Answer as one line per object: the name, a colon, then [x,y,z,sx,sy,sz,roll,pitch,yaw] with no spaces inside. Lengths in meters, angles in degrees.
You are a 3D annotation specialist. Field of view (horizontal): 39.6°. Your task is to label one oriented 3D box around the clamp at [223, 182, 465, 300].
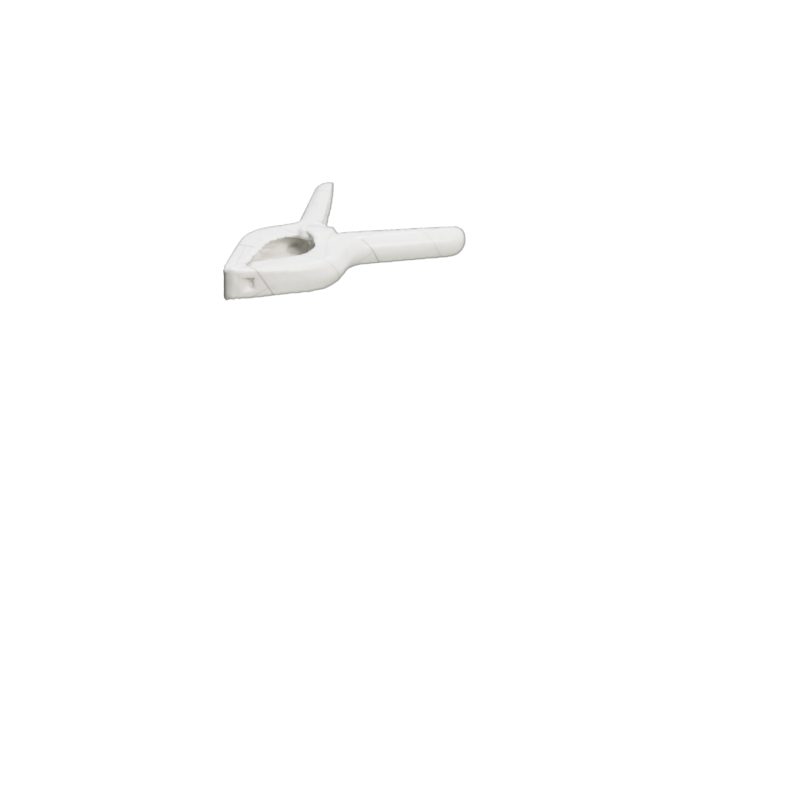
clamp: [-0.073,-0.133,0.931,0.208,0.034,0.176,-24,38,-35]
